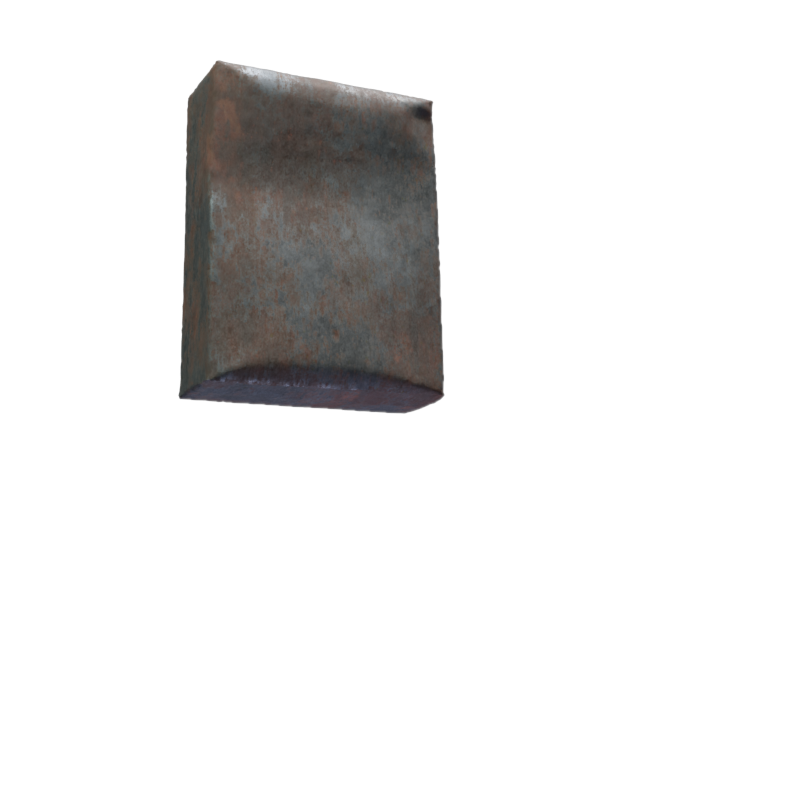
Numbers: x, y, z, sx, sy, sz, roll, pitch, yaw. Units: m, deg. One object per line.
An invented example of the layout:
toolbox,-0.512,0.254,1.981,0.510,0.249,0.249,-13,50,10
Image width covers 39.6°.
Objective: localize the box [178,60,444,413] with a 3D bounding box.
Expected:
box,-0.058,-0.105,0.735,0.159,0.223,0.071,6,-18,-23
